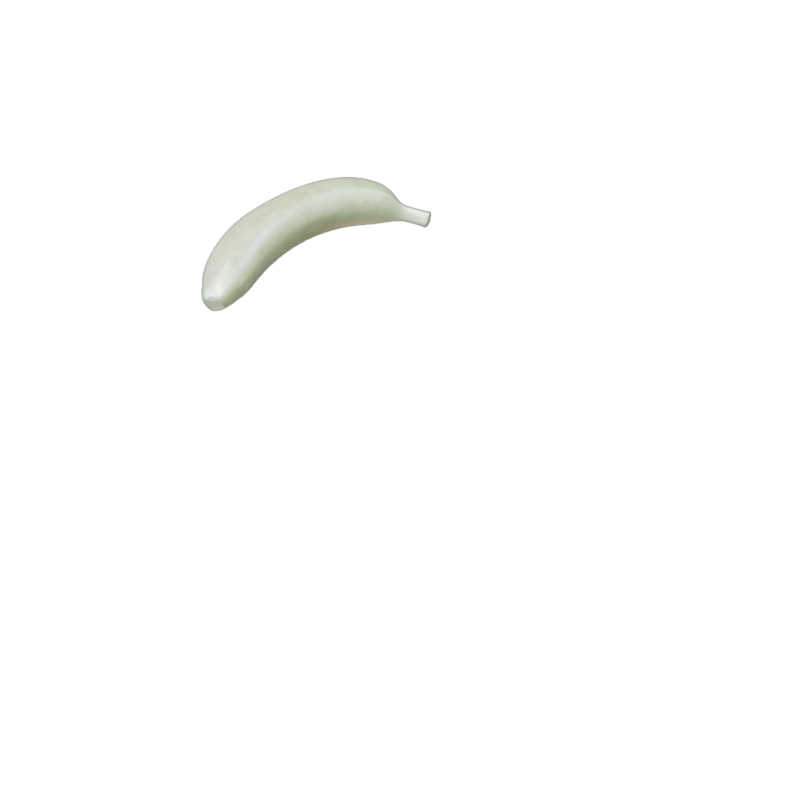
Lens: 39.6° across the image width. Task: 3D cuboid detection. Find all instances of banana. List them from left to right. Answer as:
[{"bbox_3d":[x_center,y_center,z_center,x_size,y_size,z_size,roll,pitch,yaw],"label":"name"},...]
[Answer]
[{"bbox_3d":[-0.069,-0.116,0.759,0.197,0.034,0.074,-29,44,-35],"label":"banana"}]
